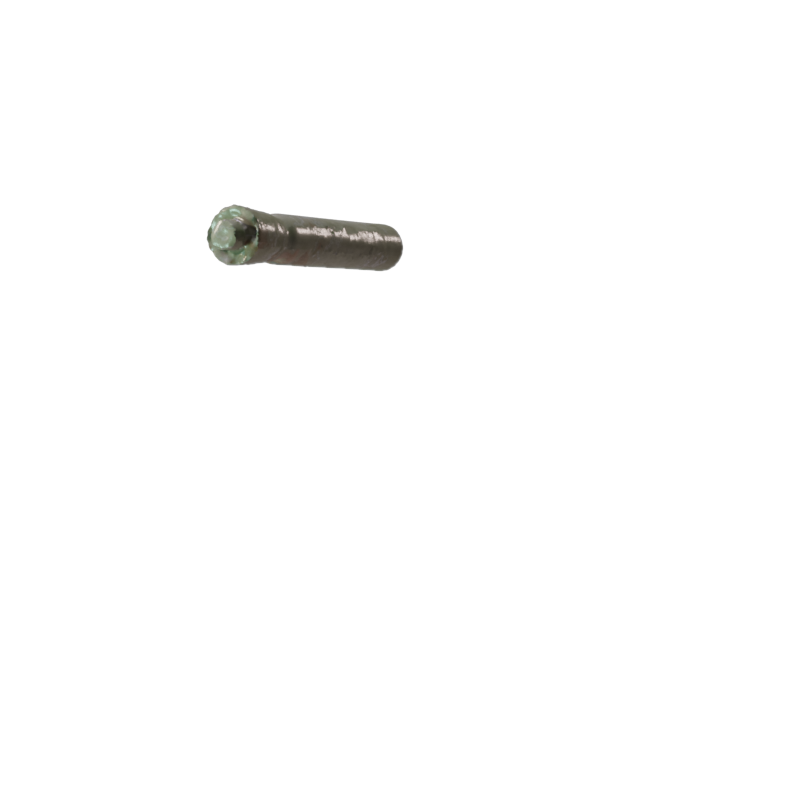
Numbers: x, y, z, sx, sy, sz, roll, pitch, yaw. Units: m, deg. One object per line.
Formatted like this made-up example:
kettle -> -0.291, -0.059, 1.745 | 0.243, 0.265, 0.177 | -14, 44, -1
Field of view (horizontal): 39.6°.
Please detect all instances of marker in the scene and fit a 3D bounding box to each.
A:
marker -> -0.030, -0.055, 0.388 | 0.020, 0.020, 0.118 | 2, 6, 23
